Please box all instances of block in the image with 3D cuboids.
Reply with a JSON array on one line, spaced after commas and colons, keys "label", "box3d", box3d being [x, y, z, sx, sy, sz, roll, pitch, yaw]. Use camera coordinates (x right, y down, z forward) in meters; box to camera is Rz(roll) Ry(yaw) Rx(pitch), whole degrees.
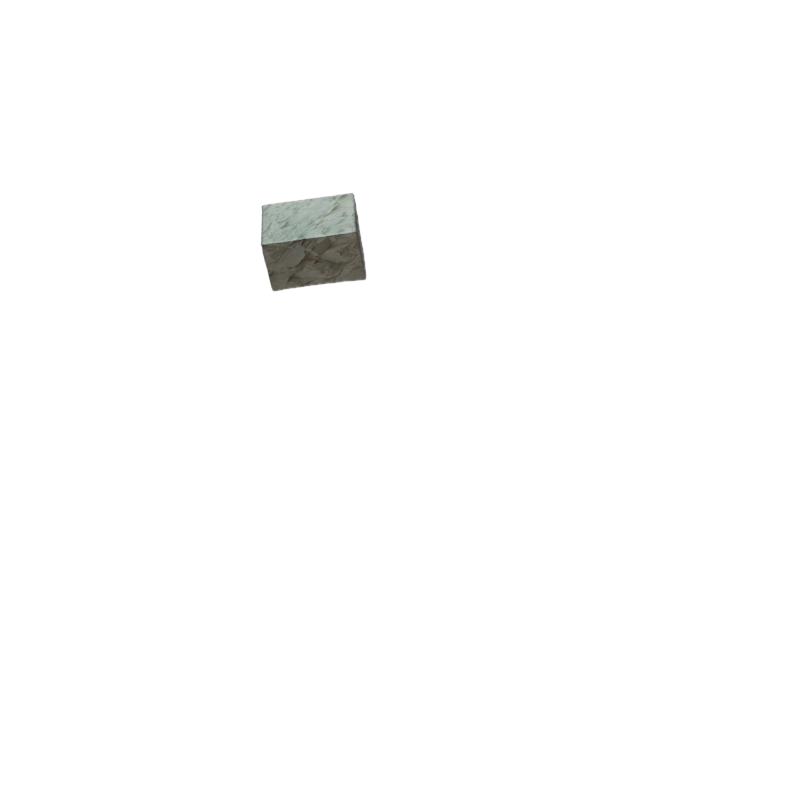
[{"label": "block", "box3d": [-0.070, -0.127, 0.889, 0.078, 0.055, 0.049, -6, -45, 5]}]
